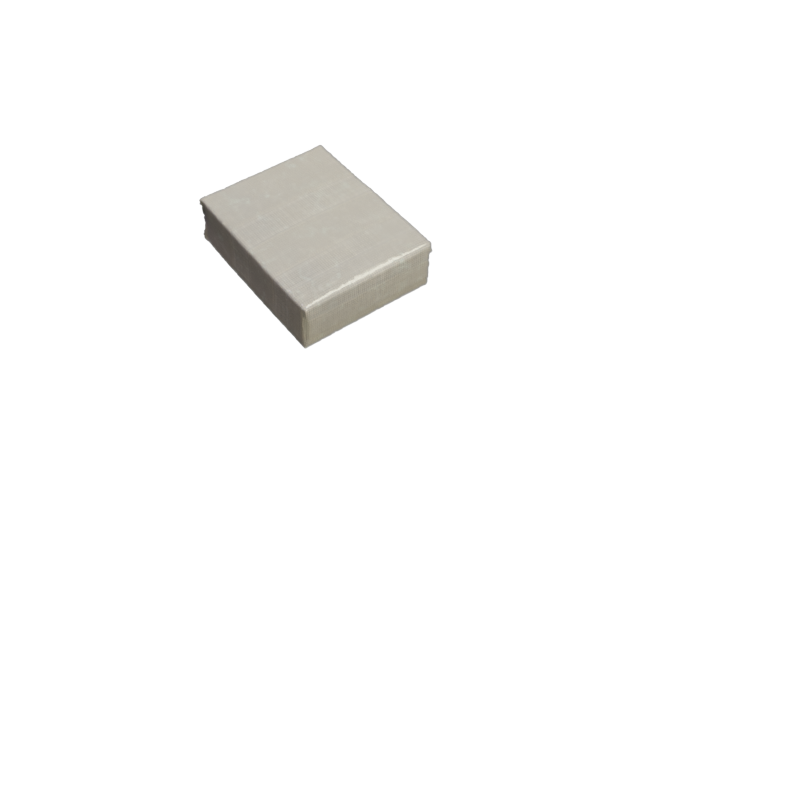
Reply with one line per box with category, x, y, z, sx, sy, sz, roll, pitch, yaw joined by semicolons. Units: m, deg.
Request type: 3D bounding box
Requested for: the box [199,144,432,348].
box;-0.051;-0.093;0.652;0.090;0.036;0.122;-28;52;-25
